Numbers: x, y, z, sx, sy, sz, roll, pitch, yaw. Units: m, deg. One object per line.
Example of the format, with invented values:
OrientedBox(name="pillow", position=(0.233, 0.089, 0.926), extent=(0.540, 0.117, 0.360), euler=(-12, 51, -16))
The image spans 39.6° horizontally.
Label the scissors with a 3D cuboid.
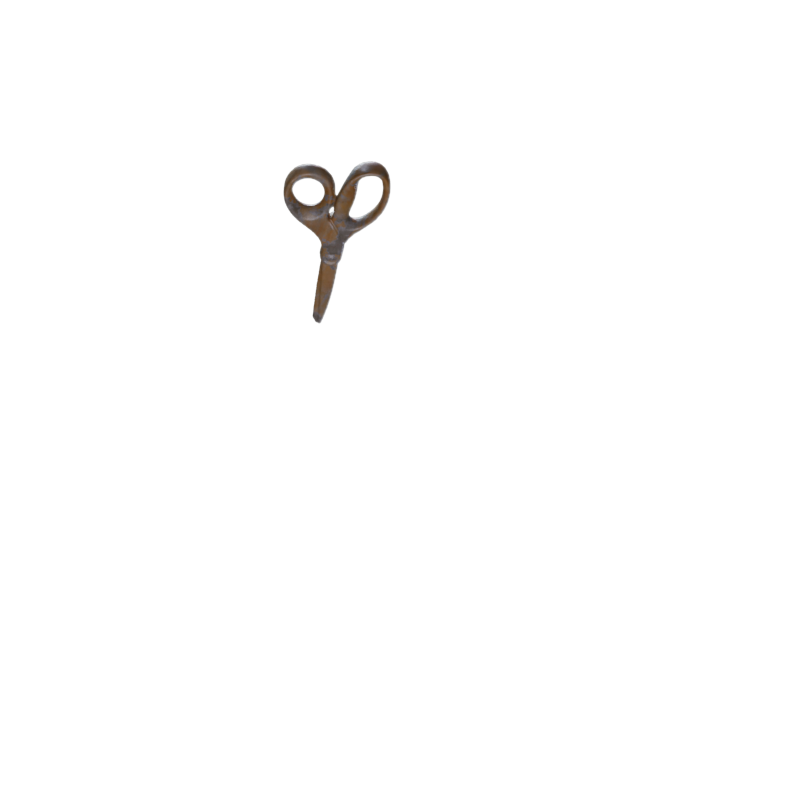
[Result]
OrientedBox(name="scissors", position=(-0.075, -0.137, 0.956), extent=(0.093, 0.017, 0.194), euler=(17, -42, -20))
